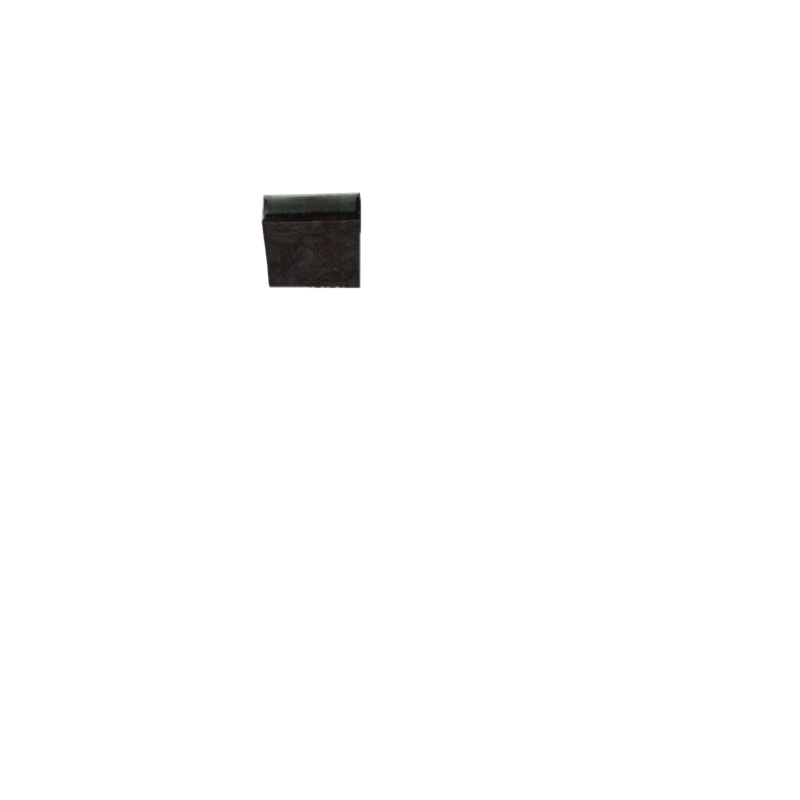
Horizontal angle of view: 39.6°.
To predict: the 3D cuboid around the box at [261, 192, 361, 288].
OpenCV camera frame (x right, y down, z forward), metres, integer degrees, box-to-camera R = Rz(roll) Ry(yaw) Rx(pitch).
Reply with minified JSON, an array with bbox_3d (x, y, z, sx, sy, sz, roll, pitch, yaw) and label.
[{"bbox_3d":[-0.066,-0.121,0.848,0.073,0.032,0.083,0,-32,0],"label":"box"}]
